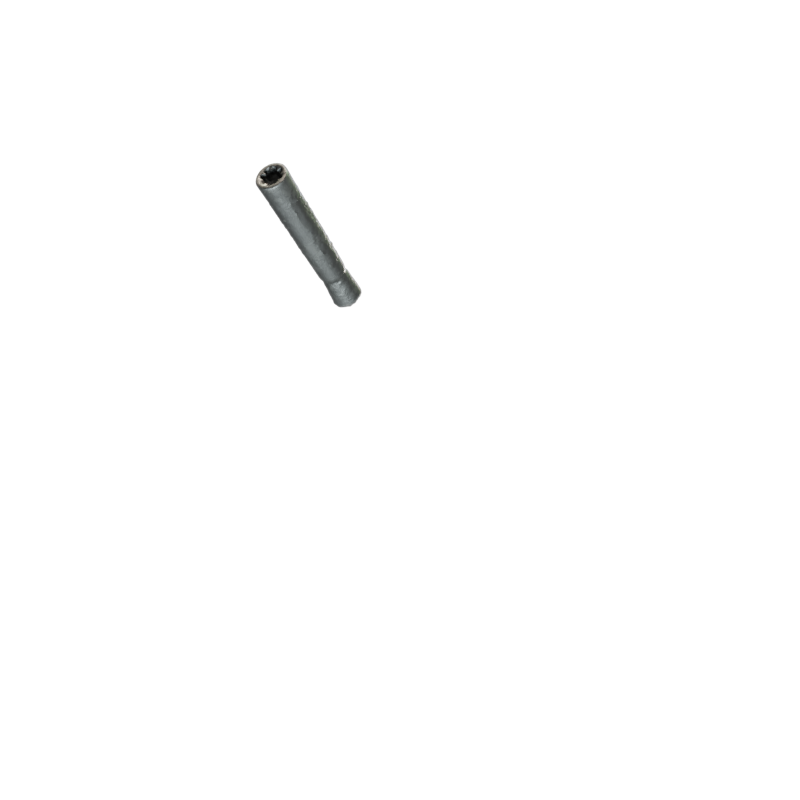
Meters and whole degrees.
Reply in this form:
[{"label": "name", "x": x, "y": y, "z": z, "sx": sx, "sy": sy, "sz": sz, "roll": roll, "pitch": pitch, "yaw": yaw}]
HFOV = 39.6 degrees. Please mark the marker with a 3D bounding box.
[{"label": "marker", "x": -0.050, "y": -0.092, "z": 0.642, "sx": 0.020, "sy": 0.021, "sz": 0.111, "roll": 2, "pitch": -31, "yaw": 26}]
